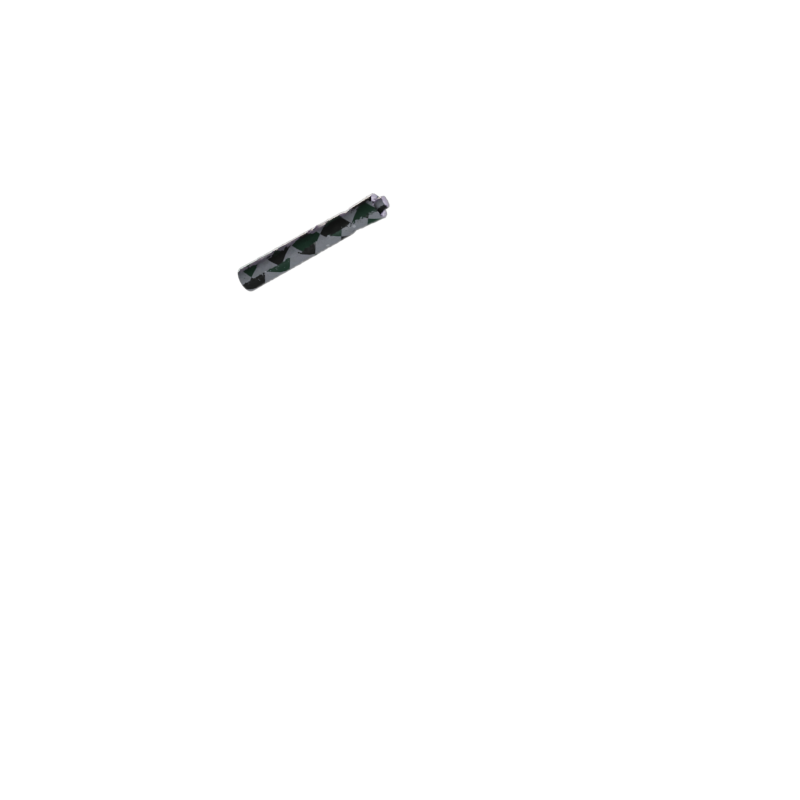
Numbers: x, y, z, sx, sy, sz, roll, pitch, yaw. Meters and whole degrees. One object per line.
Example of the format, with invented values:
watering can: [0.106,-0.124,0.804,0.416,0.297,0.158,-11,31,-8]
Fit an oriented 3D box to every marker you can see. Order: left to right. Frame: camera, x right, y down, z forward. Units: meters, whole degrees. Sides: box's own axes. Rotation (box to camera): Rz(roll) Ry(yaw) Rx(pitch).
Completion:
marker: [-0.059,-0.108,0.757,0.121,0.020,0.019,-25,-7,25]
